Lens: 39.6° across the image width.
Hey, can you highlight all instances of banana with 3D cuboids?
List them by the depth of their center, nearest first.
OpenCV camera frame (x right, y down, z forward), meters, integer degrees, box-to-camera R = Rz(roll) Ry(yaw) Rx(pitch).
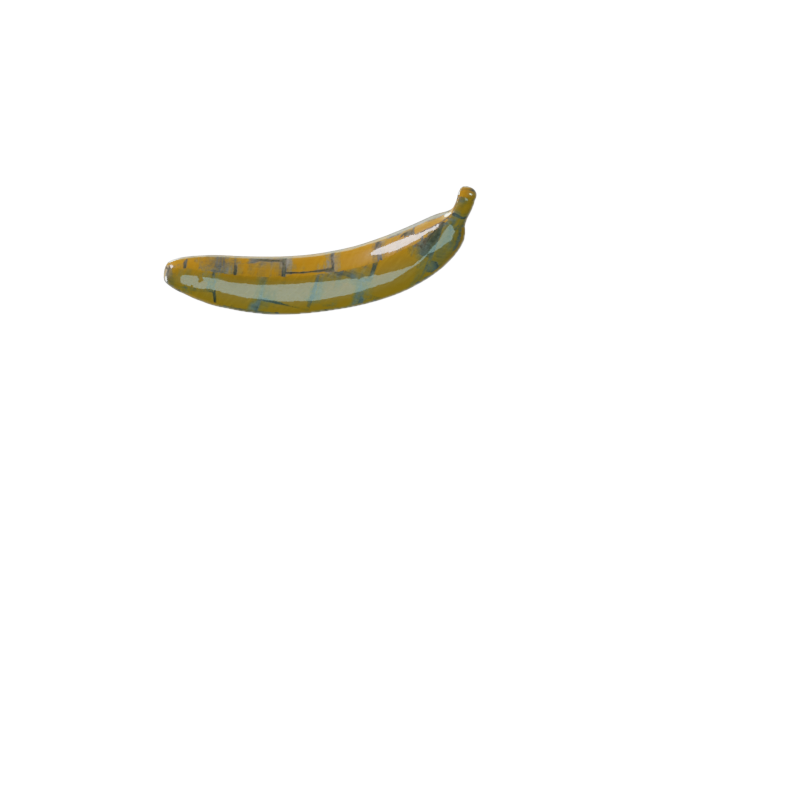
[{"bbox_3d":[-0.044,-0.084,0.684,0.199,0.064,0.039,-14,38,11],"label":"banana"}]
